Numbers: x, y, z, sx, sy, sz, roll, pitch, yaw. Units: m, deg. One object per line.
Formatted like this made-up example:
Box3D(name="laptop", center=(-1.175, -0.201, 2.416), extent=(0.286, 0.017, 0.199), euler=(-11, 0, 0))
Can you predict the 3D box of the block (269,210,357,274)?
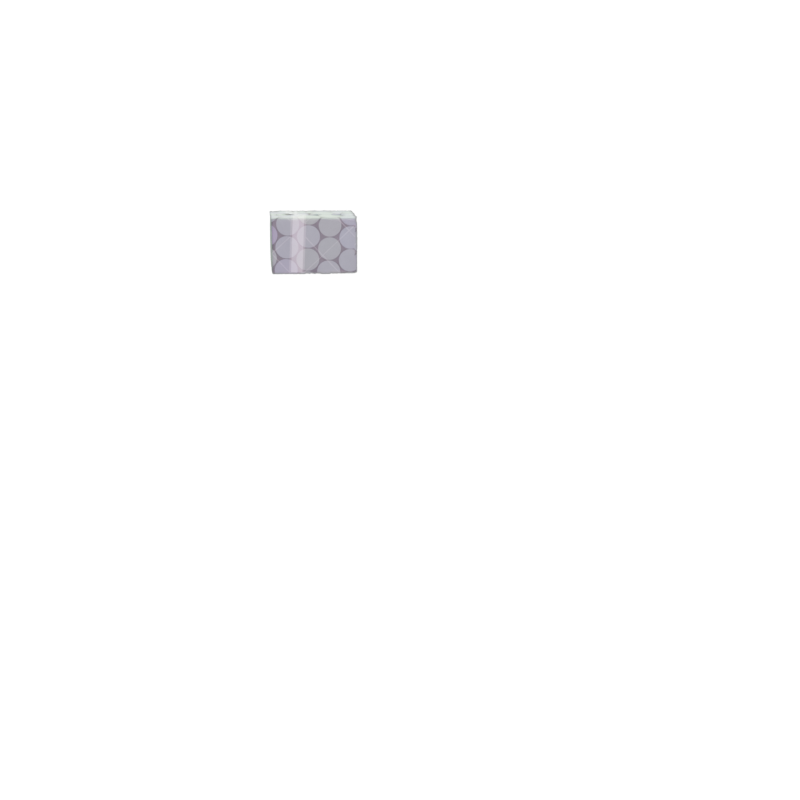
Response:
Box3D(name="block", center=(-0.078, -0.142, 0.993), extent=(0.077, 0.050, 0.054), euler=(-1, 12, -5))
